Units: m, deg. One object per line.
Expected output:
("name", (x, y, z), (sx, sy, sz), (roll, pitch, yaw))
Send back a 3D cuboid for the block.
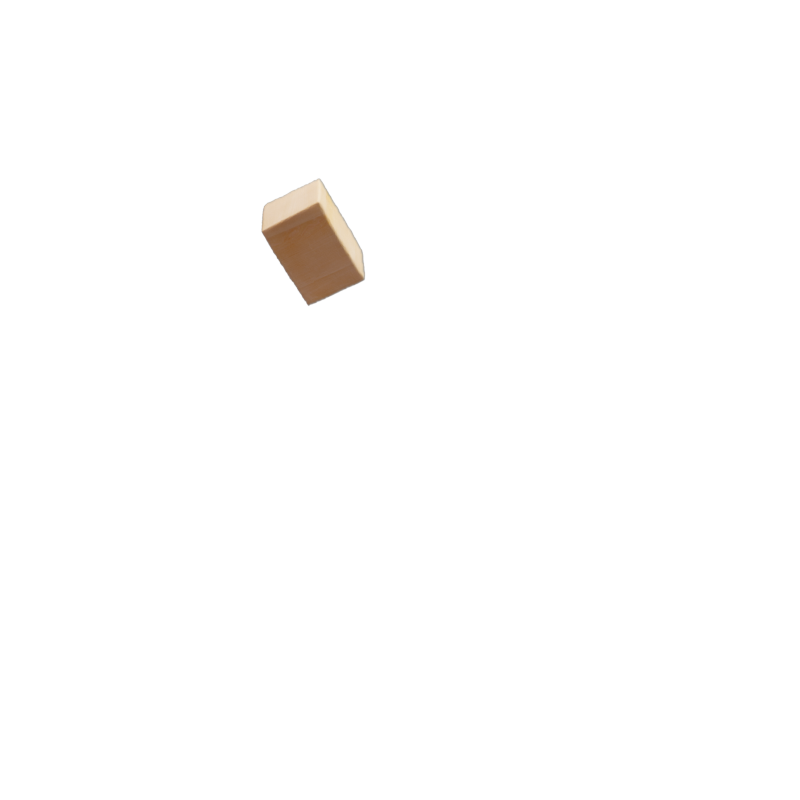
("block", (-0.068, -0.125, 0.873), (0.053, 0.073, 0.054), (-25, 27, 12))
